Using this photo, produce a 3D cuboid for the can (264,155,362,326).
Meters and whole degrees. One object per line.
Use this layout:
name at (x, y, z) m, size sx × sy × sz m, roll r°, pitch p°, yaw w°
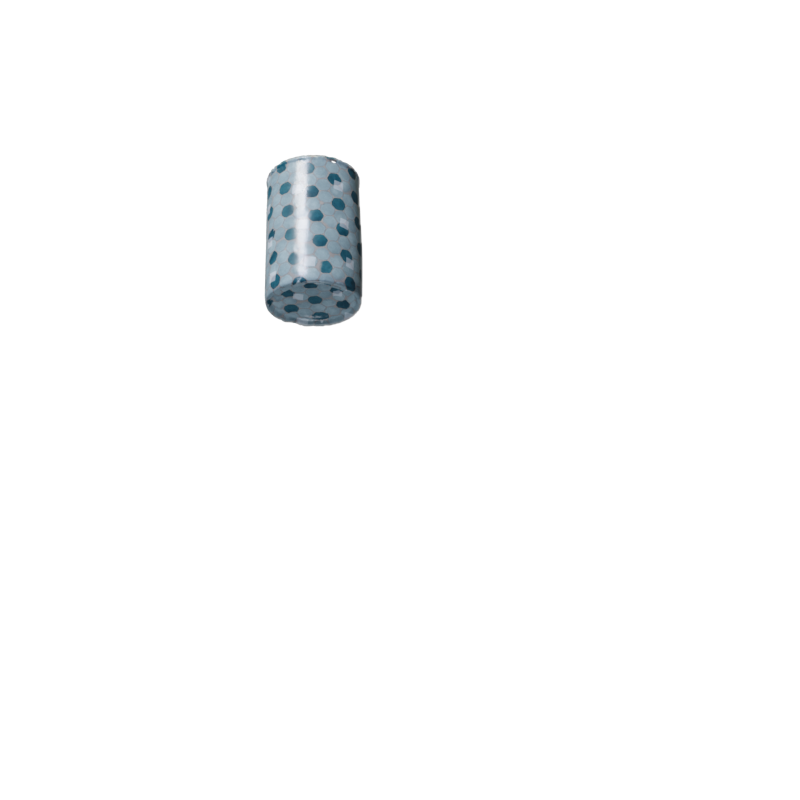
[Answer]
can at (-0.061, -0.111, 0.778) m, size 0.068 × 0.109 × 0.064 m, roll 0°, pitch -29°, yaw -2°
